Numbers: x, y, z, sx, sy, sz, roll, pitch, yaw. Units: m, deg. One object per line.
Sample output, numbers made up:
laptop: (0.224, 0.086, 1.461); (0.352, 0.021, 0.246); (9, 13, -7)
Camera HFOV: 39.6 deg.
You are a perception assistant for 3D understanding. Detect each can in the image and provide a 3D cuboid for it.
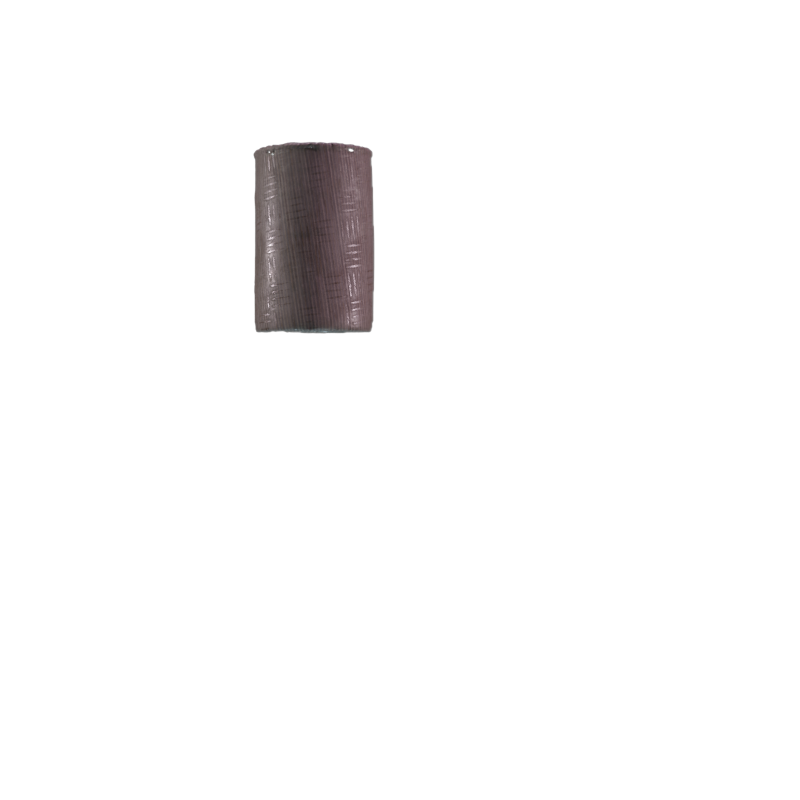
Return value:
can: (-0.049, -0.089, 0.626); (0.068, 0.103, 0.068); (0, -3, -2)
